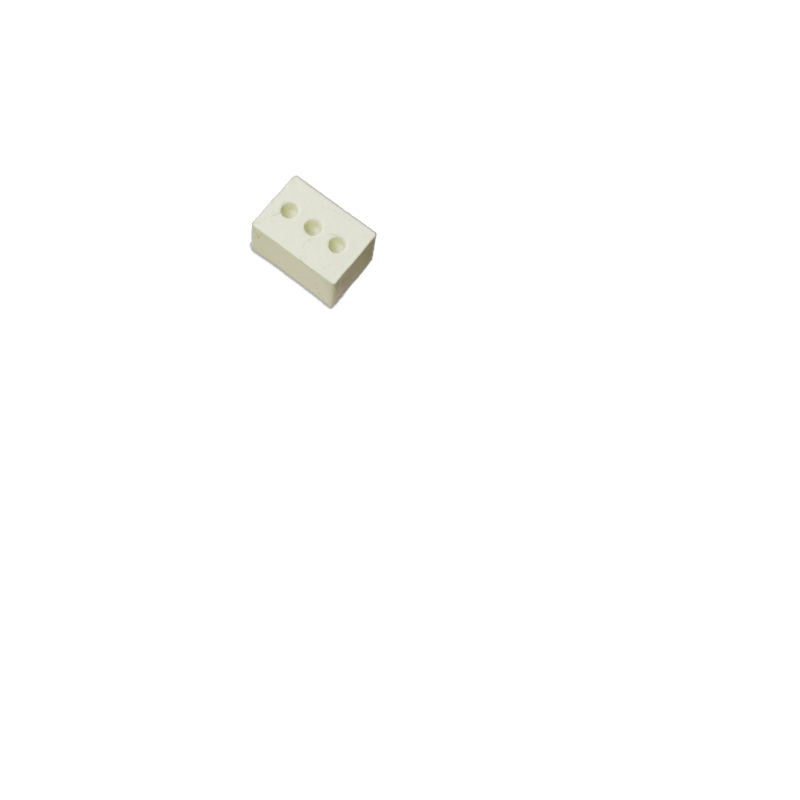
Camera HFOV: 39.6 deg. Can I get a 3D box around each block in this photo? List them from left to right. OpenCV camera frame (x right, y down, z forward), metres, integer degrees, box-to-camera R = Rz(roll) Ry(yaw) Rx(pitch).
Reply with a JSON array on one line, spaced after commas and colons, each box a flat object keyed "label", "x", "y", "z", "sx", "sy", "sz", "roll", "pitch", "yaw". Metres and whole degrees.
[{"label": "block", "x": -0.064, "y": -0.116, "z": 0.811, "sx": 0.081, "sy": 0.054, "sz": 0.049, "roll": 36, "pitch": -18, "yaw": 12}]
